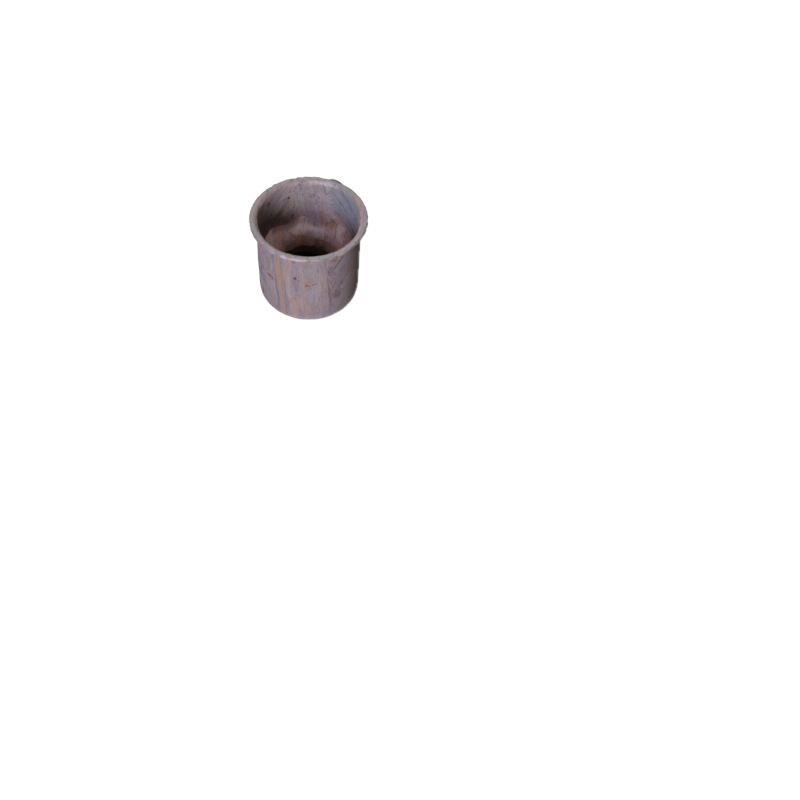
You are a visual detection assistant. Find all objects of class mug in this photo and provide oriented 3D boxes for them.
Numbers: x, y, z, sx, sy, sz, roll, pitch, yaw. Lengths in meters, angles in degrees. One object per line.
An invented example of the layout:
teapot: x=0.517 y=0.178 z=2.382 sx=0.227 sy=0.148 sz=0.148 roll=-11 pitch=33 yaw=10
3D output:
mug: x=-0.070 y=-0.128 z=0.899 sx=0.095 sy=0.123 sz=0.076 roll=13 pitch=-39 yaw=9
